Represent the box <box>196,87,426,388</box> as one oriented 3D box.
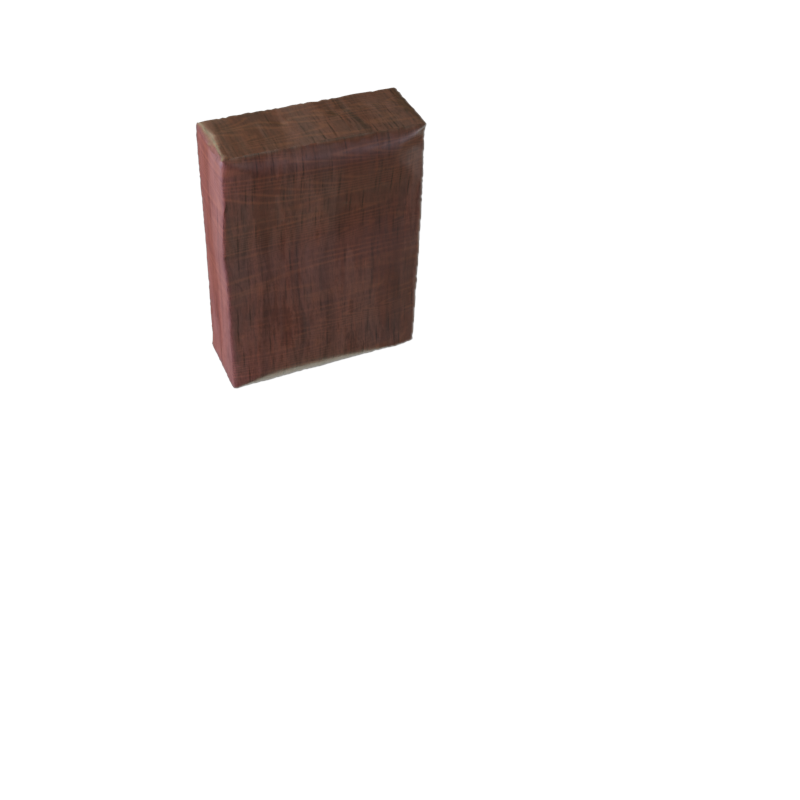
[{"bbox_3d":[-0.068,-0.125,0.875,0.162,0.200,0.078,-14,41,-19],"label":"box"}]
